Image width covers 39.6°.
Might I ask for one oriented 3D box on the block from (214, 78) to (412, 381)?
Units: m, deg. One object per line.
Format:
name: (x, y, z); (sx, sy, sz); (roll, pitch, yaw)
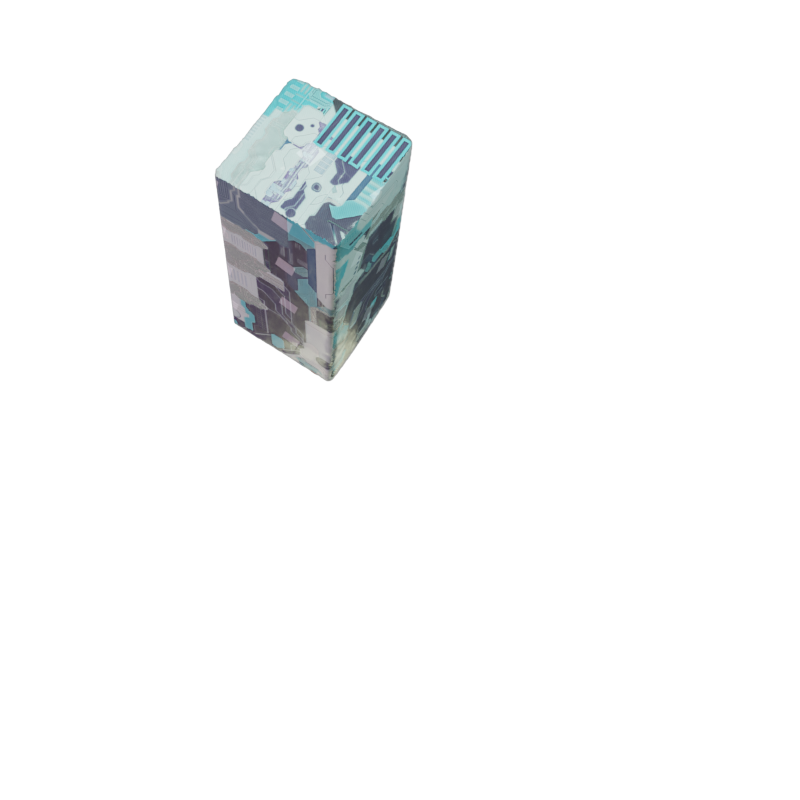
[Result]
block: (-0.058, -0.107, 0.748); (0.093, 0.092, 0.195); (31, -22, 10)
